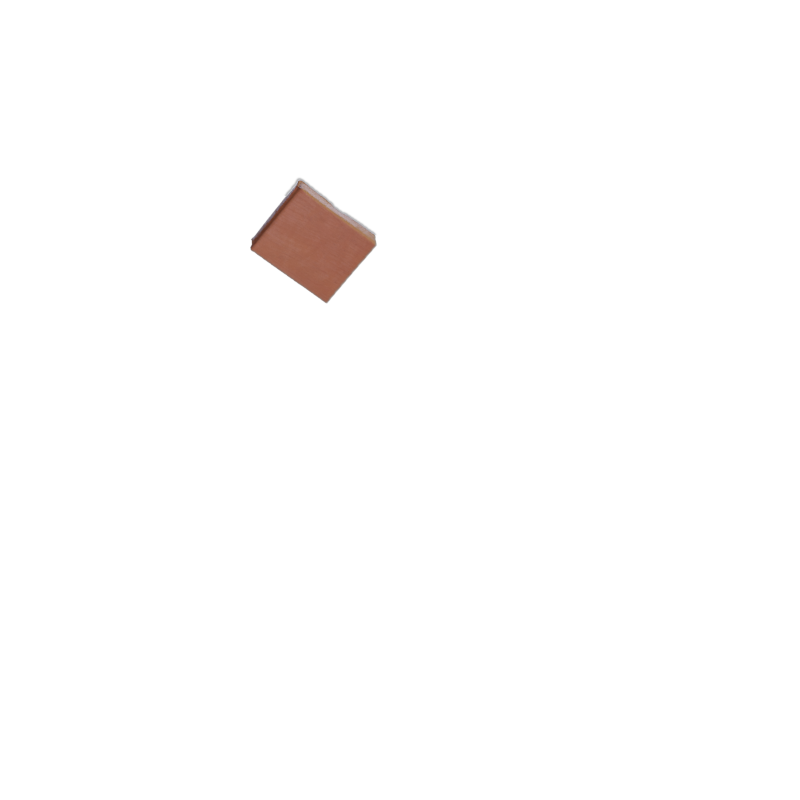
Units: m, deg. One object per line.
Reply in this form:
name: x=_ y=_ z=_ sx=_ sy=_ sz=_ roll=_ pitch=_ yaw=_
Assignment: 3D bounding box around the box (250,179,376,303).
box: x=-0.077 y=-0.141 z=0.988 sx=0.086 sy=0.072 sz=0.032 roll=36 pitch=17 yaw=-14
